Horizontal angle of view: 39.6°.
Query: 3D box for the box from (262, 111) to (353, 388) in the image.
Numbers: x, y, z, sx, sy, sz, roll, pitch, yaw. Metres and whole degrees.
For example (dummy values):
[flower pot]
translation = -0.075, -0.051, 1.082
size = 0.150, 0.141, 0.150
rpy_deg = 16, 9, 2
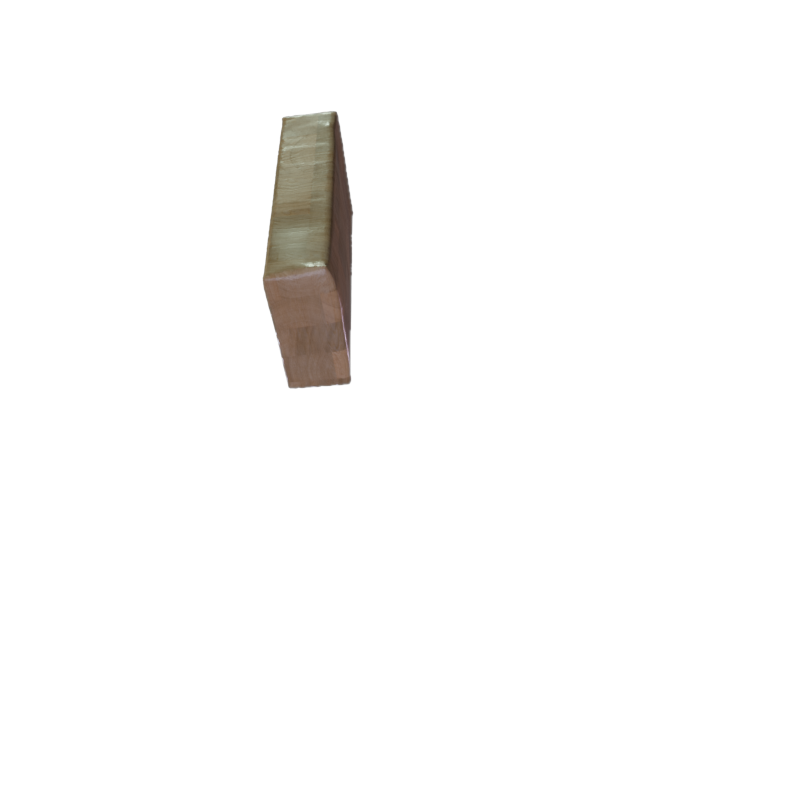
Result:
[box]
translation = -0.057, -0.103, 0.721
size = 0.048, 0.087, 0.189
rpy_deg = -7, 41, 2
